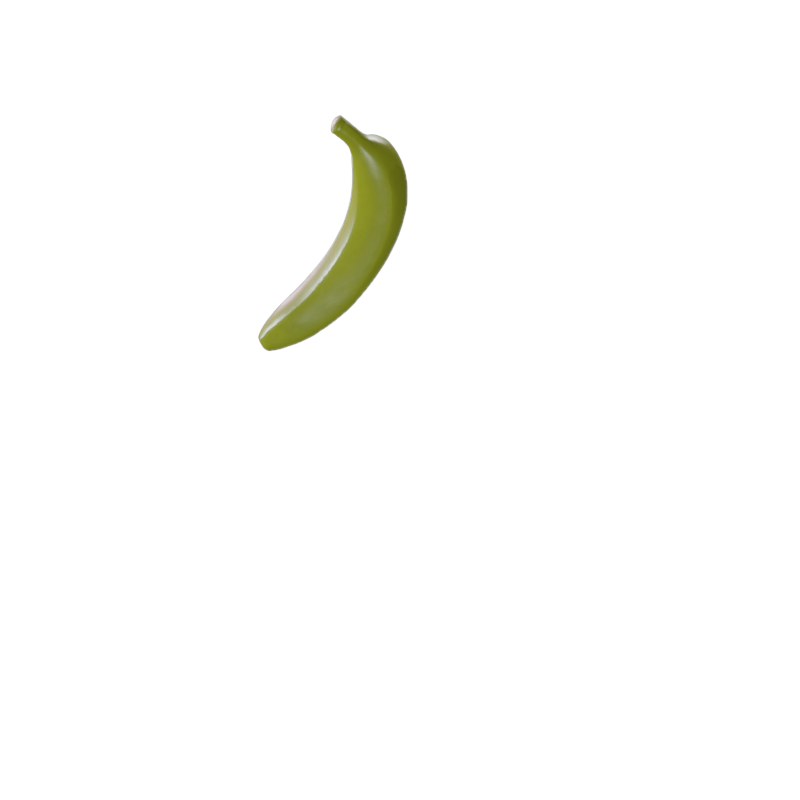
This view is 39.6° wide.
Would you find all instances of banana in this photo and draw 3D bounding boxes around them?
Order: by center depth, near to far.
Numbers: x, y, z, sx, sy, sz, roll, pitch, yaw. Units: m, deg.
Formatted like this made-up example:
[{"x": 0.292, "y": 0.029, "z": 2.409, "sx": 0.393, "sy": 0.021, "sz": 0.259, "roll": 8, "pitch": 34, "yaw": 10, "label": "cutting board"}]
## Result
[{"x": -0.039, "y": -0.105, "z": 0.742, "sx": 0.068, "sy": 0.188, "sz": 0.039, "roll": 14, "pitch": 38, "yaw": -12, "label": "banana"}]
